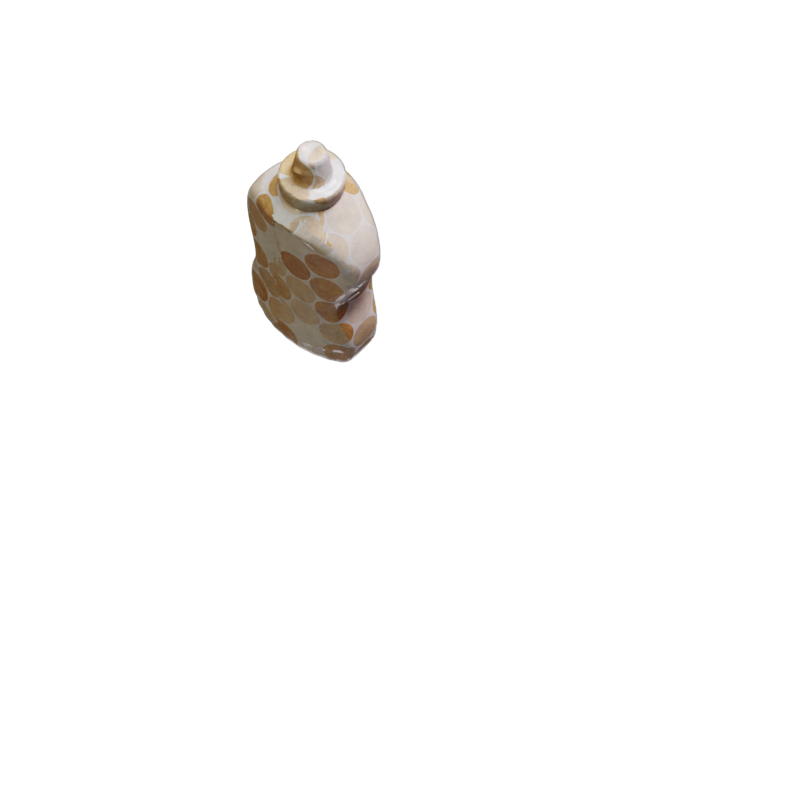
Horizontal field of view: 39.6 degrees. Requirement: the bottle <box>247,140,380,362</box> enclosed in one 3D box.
[{"bbox_3d":[-0.057,-0.103,0.722,0.059,0.101,0.180,-41,-19,-22],"label":"bottle"}]
